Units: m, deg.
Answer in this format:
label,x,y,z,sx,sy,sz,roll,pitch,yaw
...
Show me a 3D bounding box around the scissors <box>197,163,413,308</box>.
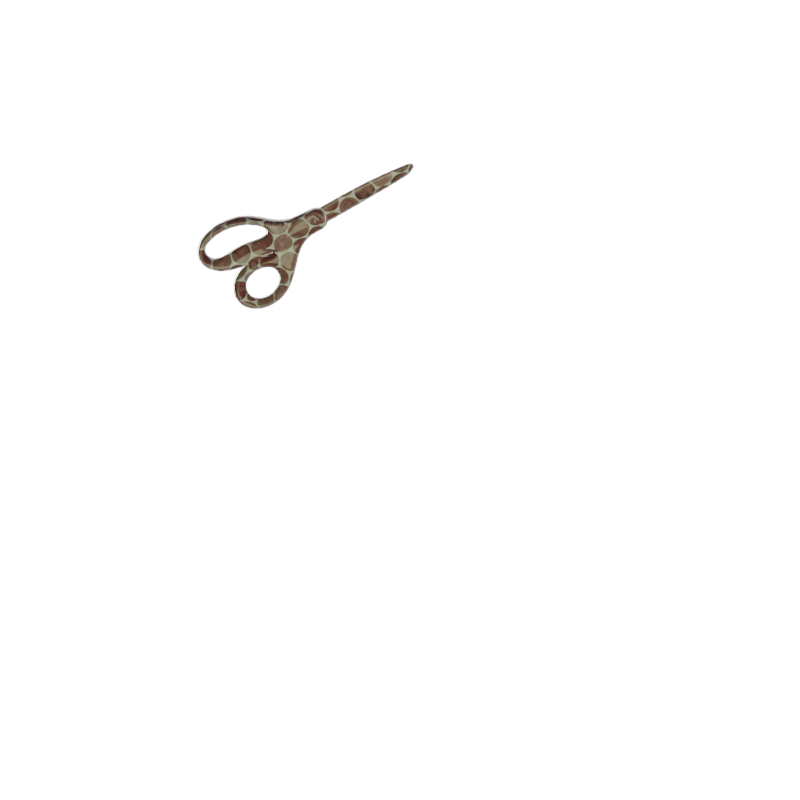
label,x,y,z,sx,sy,sz,roll,pitch,yaw
scissors,-0.076,-0.138,0.970,0.202,0.091,0.017,-13,25,6
